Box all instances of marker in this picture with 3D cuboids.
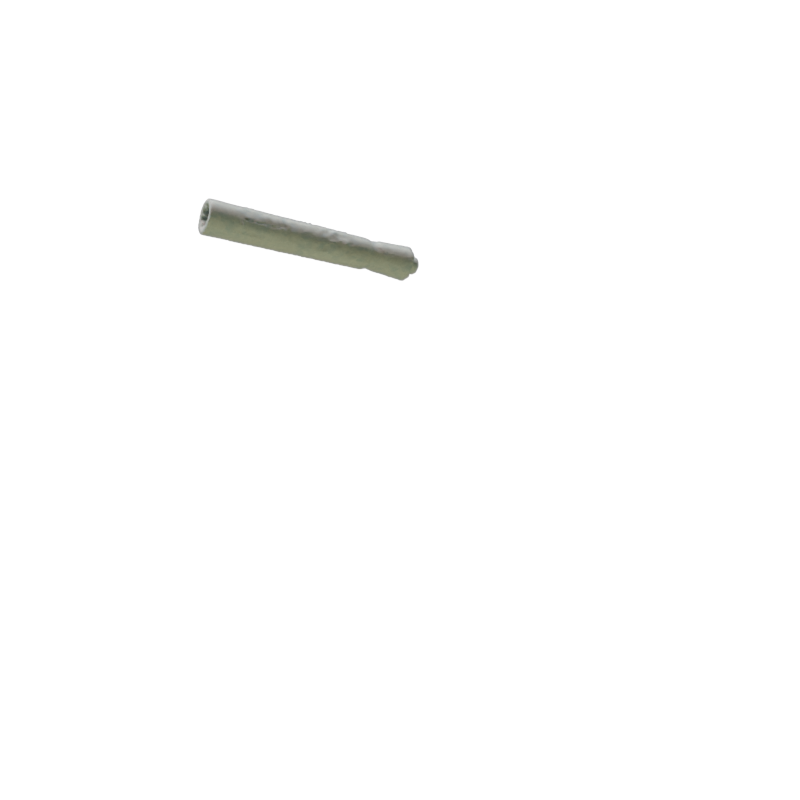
[{"bbox_3d":[-0.045,-0.083,0.579,0.117,0.020,0.020,11,0,-21],"label":"marker"}]
